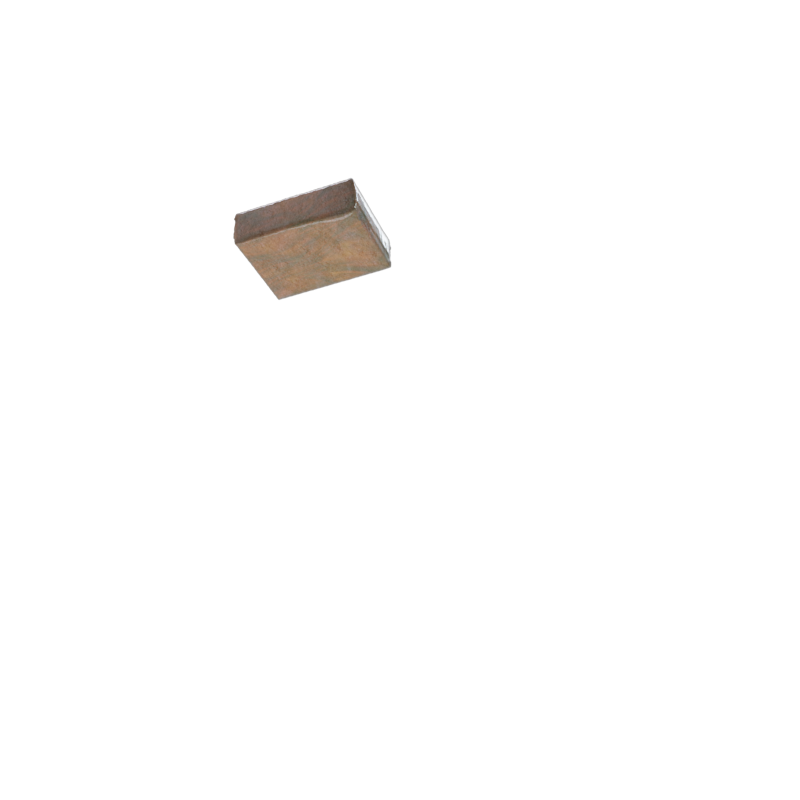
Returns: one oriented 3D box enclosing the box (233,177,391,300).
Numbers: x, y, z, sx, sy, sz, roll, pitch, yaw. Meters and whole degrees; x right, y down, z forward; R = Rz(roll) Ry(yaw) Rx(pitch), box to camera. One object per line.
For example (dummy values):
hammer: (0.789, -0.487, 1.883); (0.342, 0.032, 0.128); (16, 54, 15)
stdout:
box: (-0.075, -0.137, 0.960); (0.115, 0.042, 0.083); (-12, -35, 18)
